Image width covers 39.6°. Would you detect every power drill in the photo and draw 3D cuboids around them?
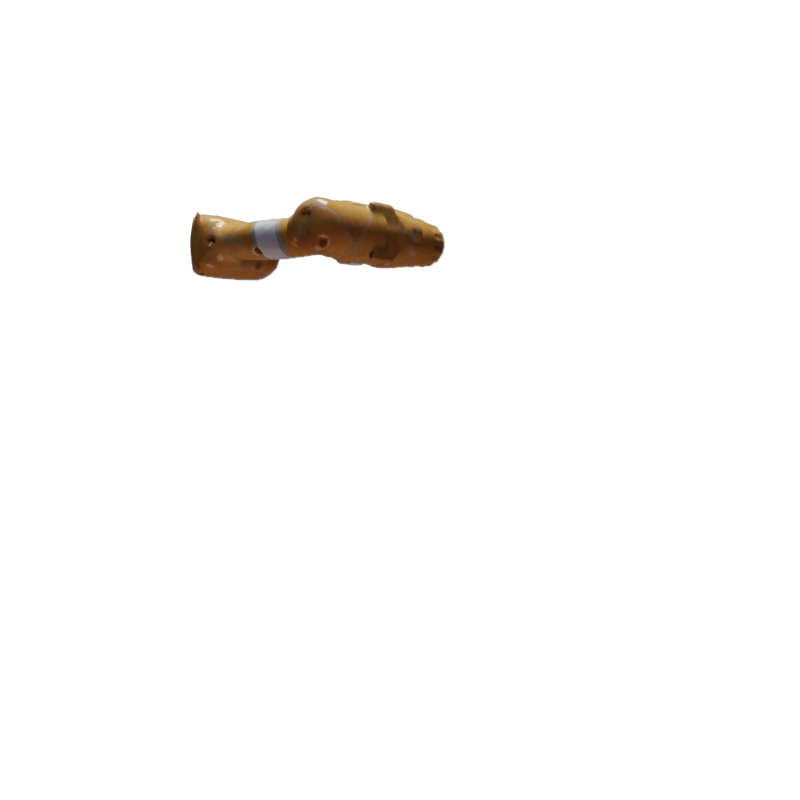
[{"bbox_3d":[-0.076,-0.139,0.975,0.194,0.058,0.176,-2,-3,37],"label":"power drill"}]
